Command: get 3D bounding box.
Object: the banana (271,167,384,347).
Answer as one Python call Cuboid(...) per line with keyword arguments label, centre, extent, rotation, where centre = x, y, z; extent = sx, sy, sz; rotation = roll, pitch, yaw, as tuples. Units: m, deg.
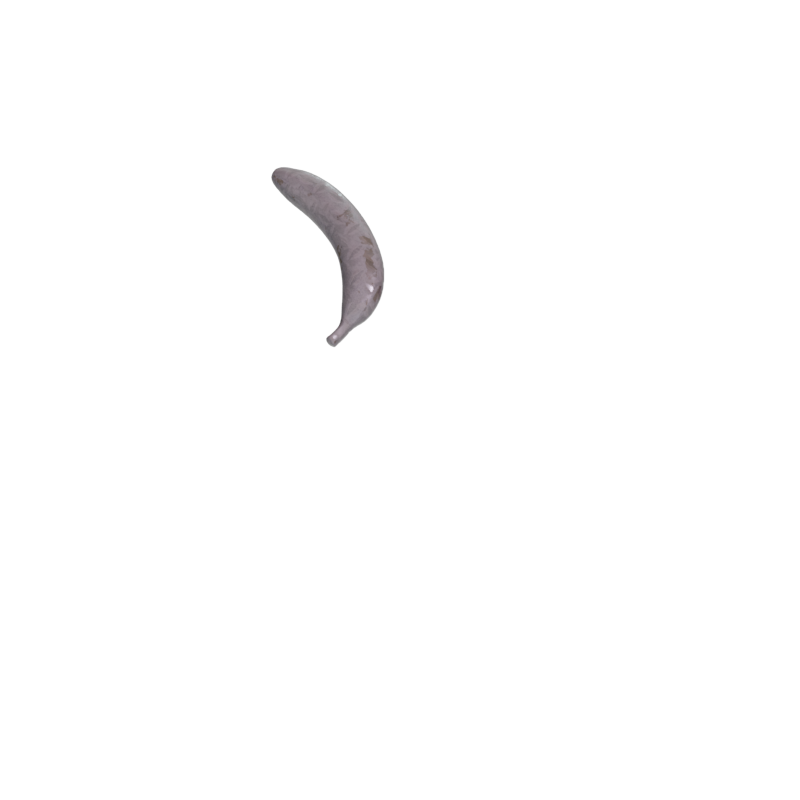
Cuboid(label="banana", centre=(-0.058, -0.141, 0.984), extent=(0.069, 0.213, 0.034), rotation=(-14, -34, -10))
